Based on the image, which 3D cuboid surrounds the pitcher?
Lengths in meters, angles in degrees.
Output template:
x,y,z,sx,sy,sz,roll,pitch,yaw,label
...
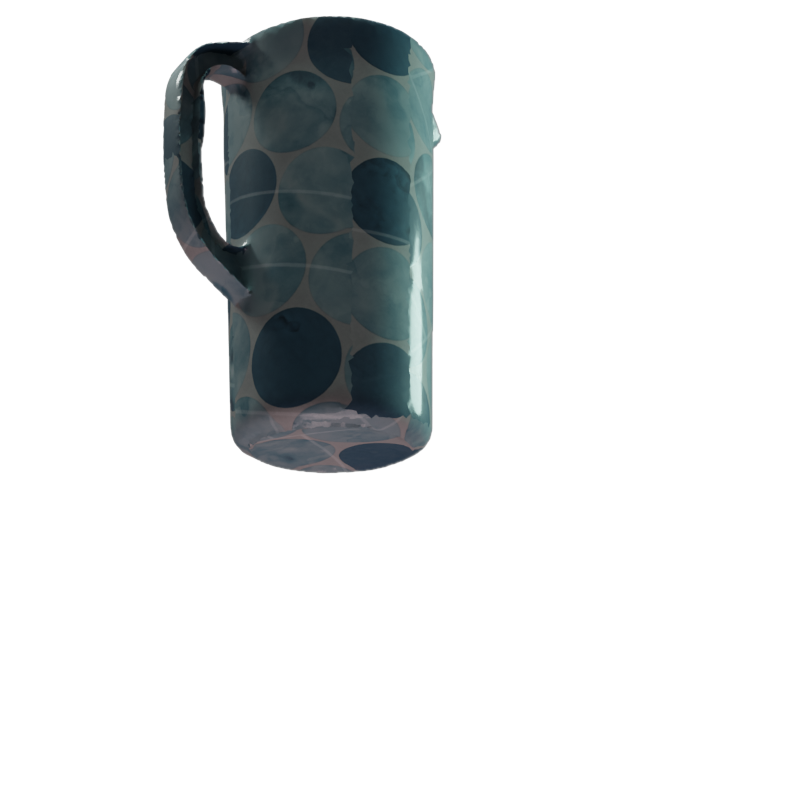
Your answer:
x,y,z,sx,sy,sz,roll,pitch,yaw,label
-0.050,-0.091,0.636,0.150,0.257,0.136,-5,-24,7,pitcher
